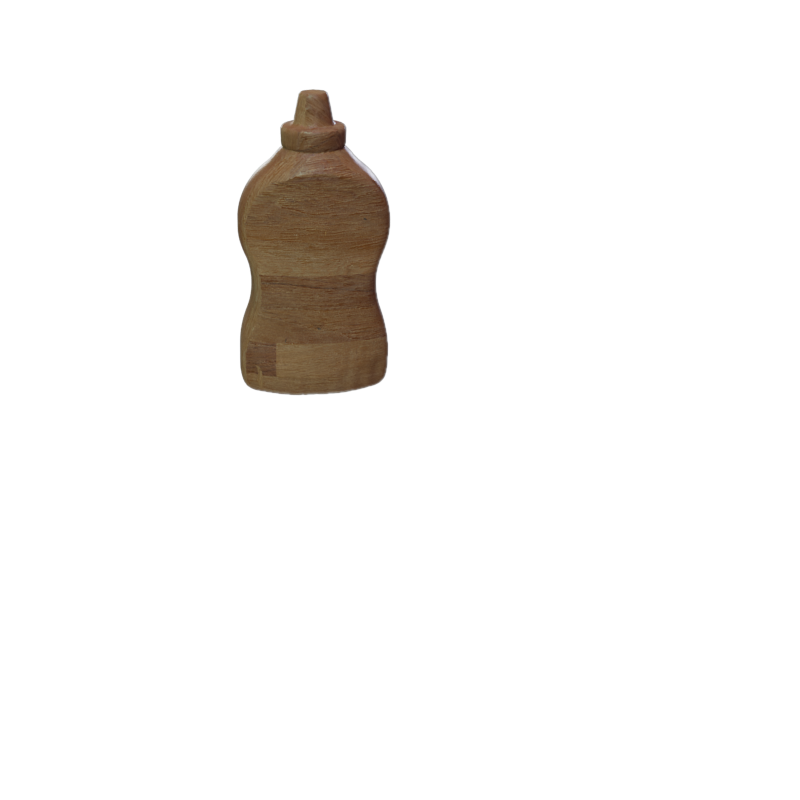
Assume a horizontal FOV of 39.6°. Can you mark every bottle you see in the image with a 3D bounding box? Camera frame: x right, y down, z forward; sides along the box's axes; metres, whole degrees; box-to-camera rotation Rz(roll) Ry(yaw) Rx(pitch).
[{"bbox_3d":[-0.055,-0.101,0.704,0.095,0.183,0.061,-1,20,-5],"label":"bottle"}]
